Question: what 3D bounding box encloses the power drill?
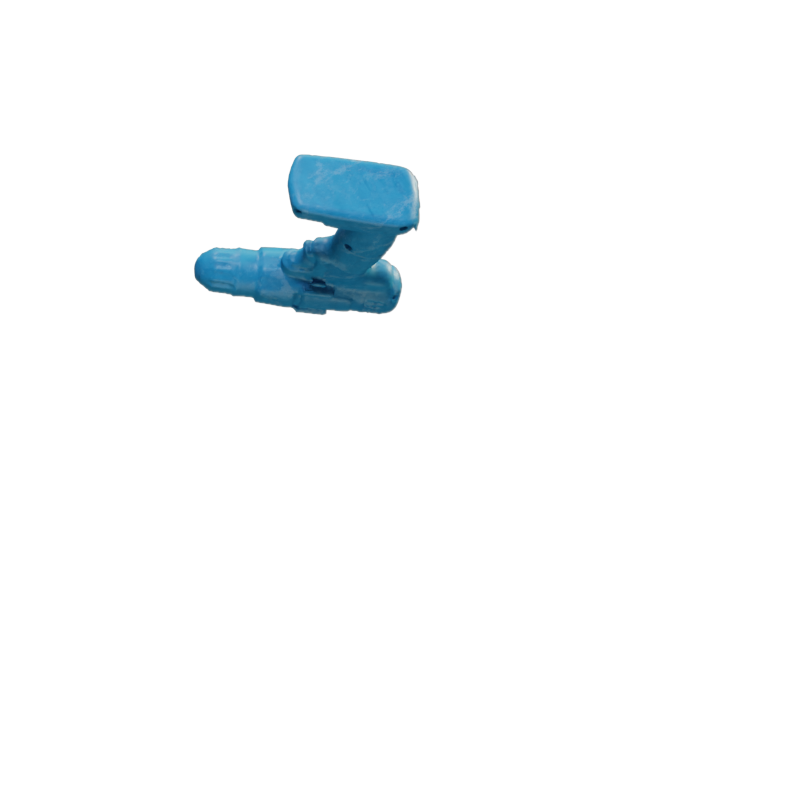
[{"bbox_3d":[-0.072,-0.132,0.924,0.181,0.061,0.181,5,-22,-12],"label":"power drill"}]
